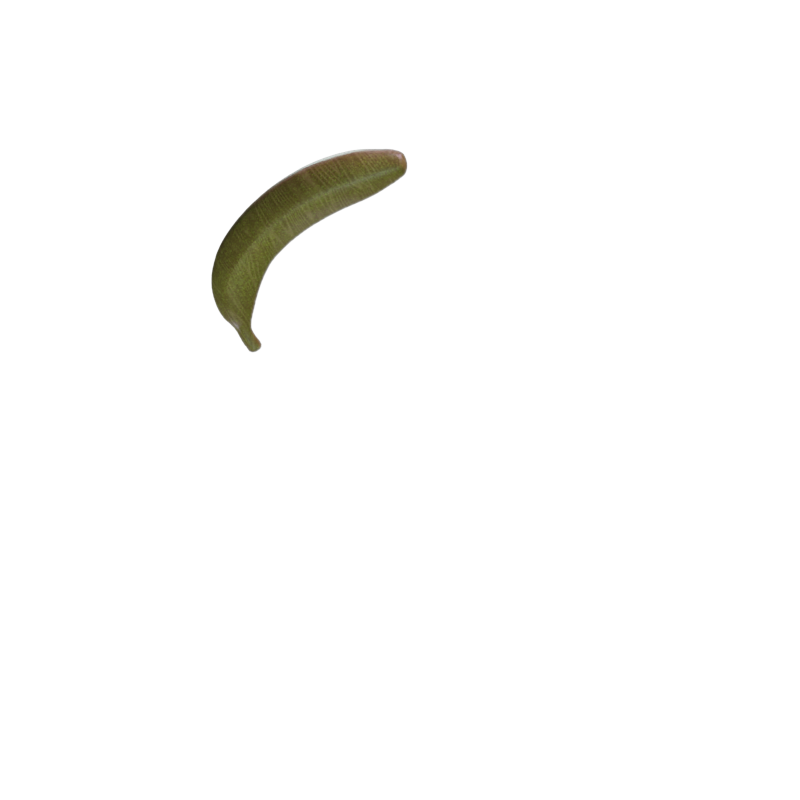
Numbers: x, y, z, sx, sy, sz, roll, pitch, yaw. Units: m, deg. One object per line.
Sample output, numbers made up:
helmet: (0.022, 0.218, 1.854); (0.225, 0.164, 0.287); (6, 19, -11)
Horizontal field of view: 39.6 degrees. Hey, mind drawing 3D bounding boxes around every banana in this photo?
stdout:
banana: (-0.077, -0.114, 0.763); (0.066, 0.039, 0.193); (28, -53, -24)
